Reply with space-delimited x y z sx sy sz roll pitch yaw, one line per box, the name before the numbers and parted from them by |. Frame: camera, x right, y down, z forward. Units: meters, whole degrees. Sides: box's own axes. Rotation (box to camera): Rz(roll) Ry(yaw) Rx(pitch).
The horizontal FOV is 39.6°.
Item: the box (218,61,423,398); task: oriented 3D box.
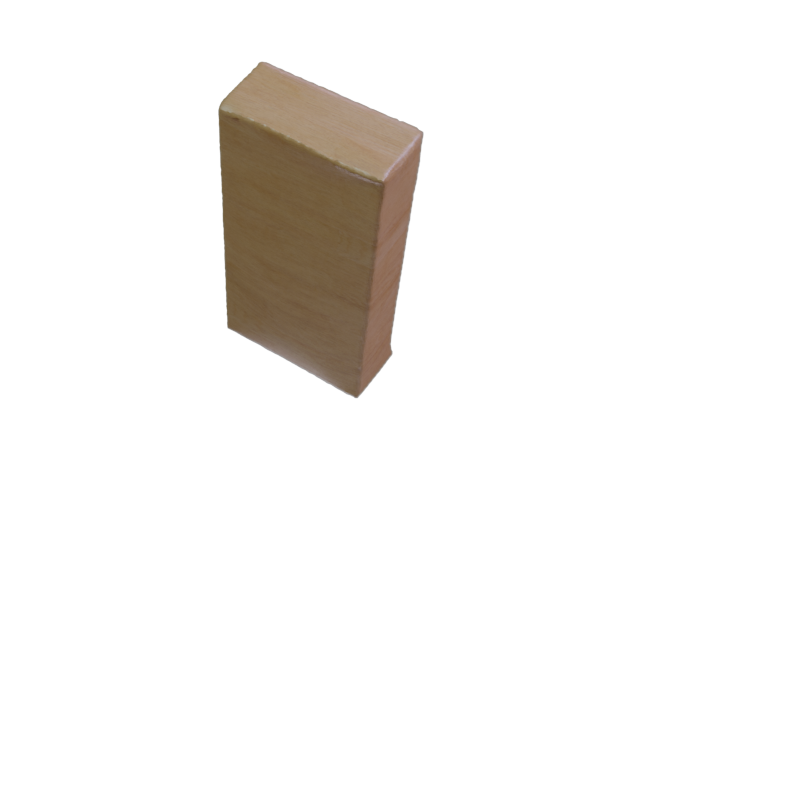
box | -0.045 -0.082 0.575 0.097 0.049 0.165 28 -31 15
